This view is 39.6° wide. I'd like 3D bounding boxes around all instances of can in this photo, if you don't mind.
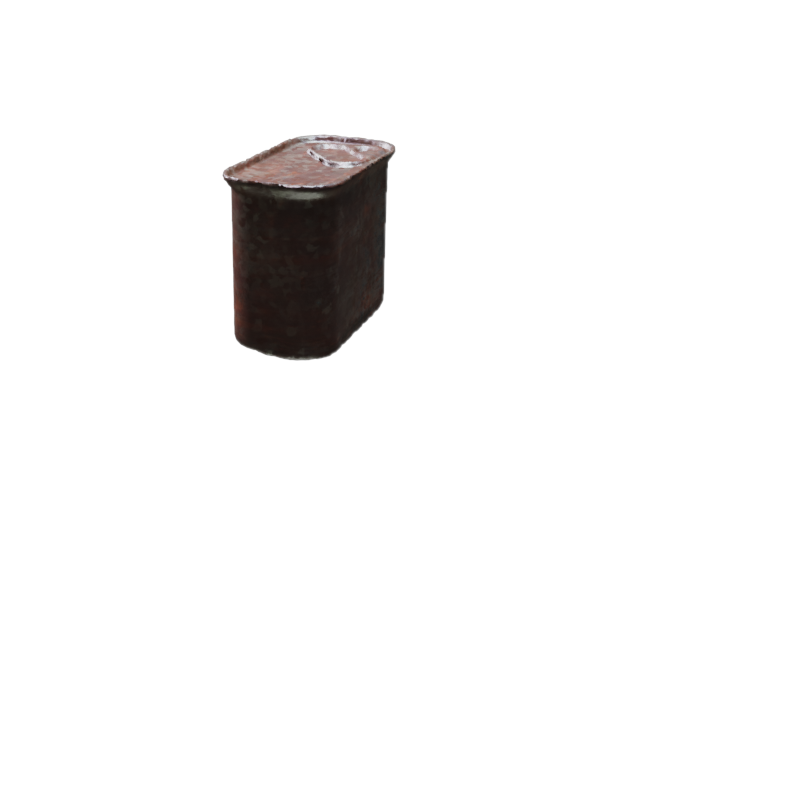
[{"bbox_3d":[-0.042,-0.077,0.536,0.059,0.080,0.103,8,24,18],"label":"can"}]
